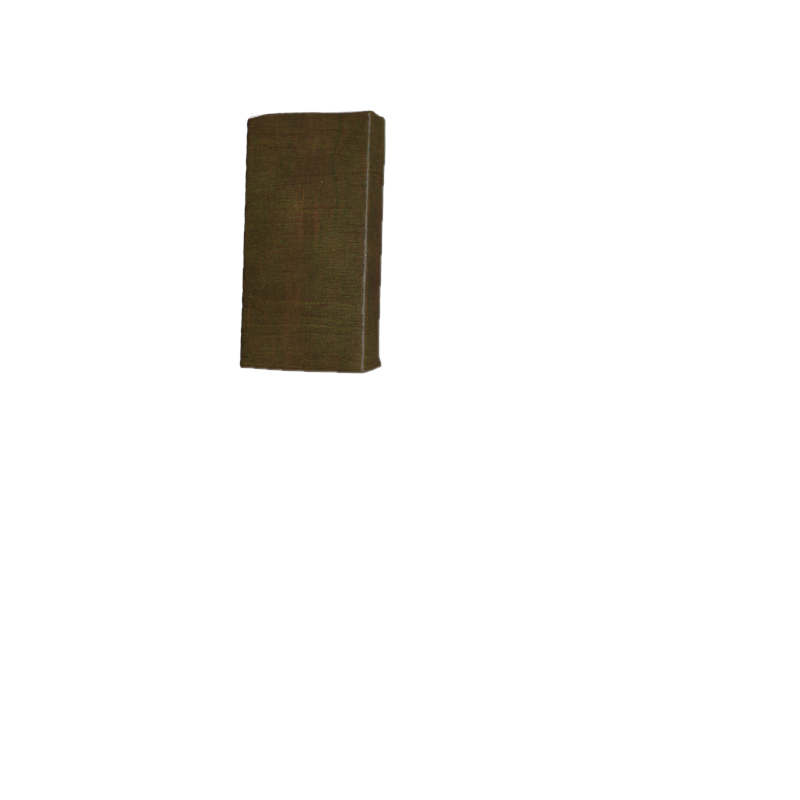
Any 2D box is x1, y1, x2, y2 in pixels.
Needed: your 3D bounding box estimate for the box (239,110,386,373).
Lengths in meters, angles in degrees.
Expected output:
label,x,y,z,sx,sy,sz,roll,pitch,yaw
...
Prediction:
label,x,y,z,sx,sy,sz,roll,pitch,yaw
box,-0.060,-0.109,0.764,0.095,0.177,0.047,0,0,18
